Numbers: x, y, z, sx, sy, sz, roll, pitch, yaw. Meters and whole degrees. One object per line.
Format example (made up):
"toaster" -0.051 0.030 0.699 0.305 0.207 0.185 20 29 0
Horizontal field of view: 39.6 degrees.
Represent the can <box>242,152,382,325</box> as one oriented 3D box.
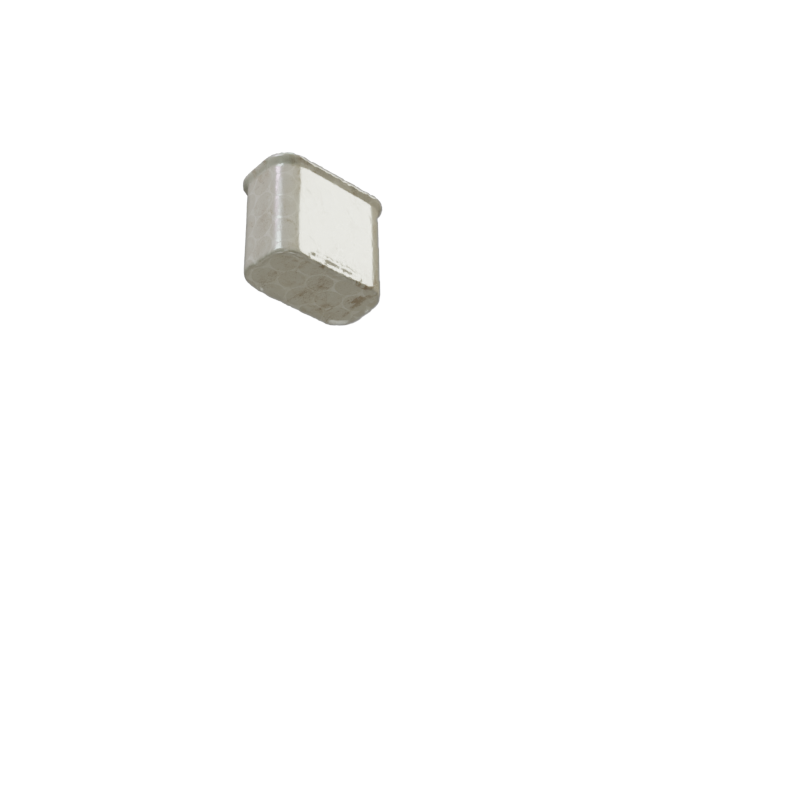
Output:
"can" -0.060 -0.110 0.769 0.096 0.090 0.057 25 -43 -33
